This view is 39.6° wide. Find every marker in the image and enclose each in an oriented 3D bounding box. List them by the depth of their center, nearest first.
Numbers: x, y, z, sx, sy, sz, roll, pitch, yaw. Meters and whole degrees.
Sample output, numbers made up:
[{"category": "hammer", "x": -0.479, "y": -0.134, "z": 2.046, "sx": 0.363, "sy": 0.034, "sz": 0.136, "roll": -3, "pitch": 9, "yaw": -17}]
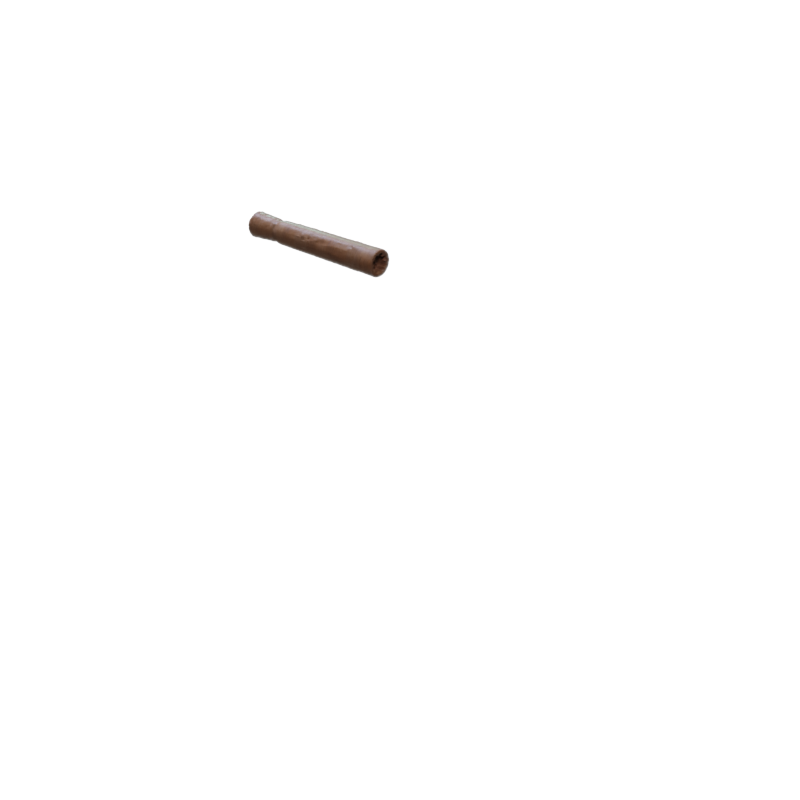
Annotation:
[{"category": "marker", "x": -0.059, "y": -0.108, "z": 0.754, "sx": 0.128, "sy": 0.019, "sz": 0.019, "roll": 23, "pitch": 18, "yaw": 39}]
